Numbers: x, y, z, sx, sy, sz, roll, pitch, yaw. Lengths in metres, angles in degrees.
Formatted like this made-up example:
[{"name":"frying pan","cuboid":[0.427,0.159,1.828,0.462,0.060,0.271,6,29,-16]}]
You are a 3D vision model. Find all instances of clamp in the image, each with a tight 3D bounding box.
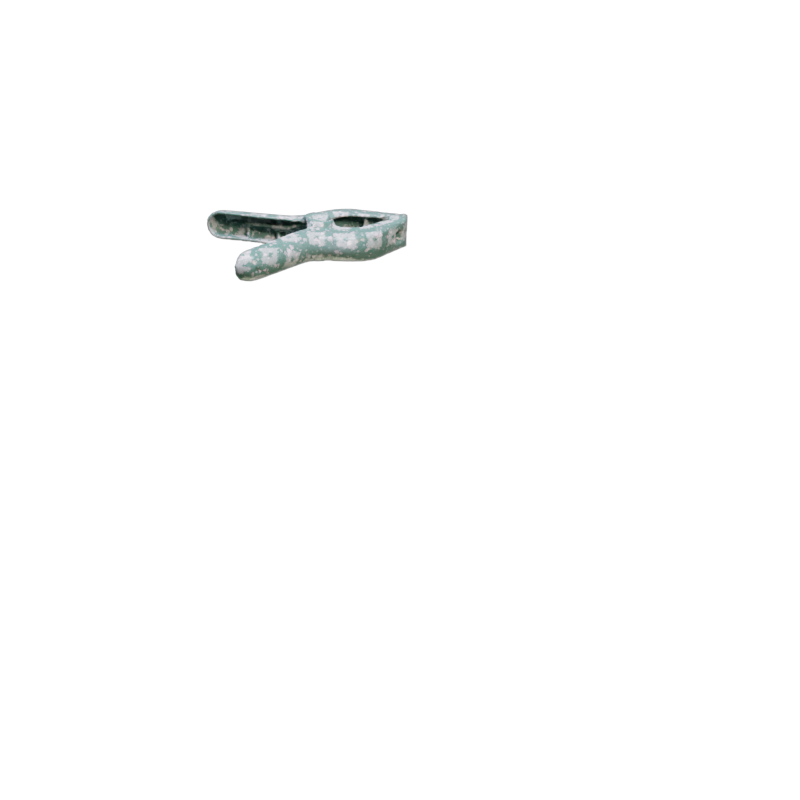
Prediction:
[{"name":"clamp","cuboid":[-0.072,-0.132,0.925,0.170,0.037,0.129,-5,33,-8]}]
